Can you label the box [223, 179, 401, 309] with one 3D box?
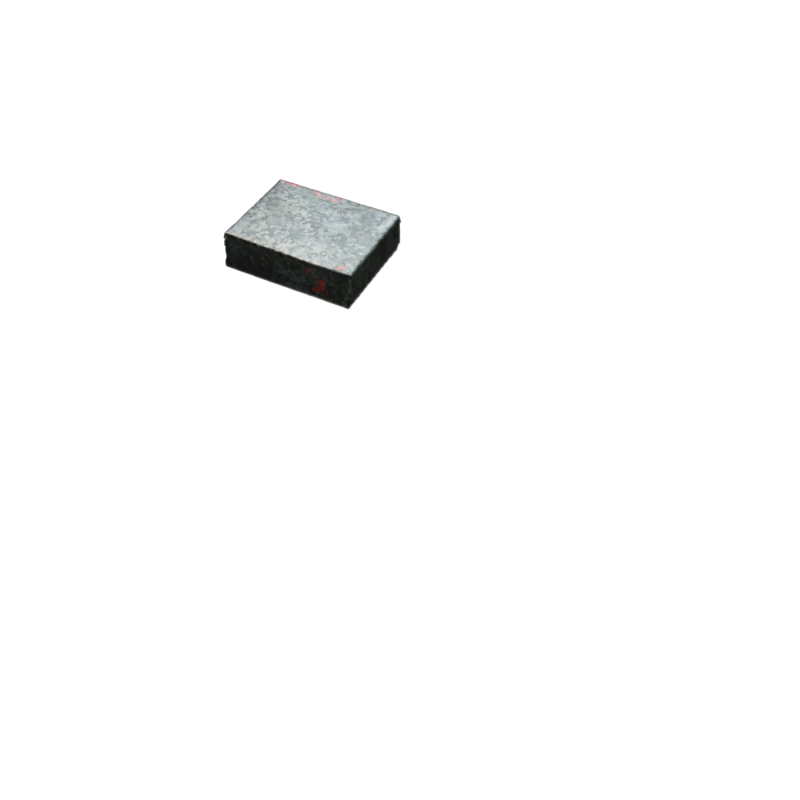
[{"bbox_3d":[-0.068,-0.124,0.870,0.118,0.036,0.092,18,42,20],"label":"box"}]
